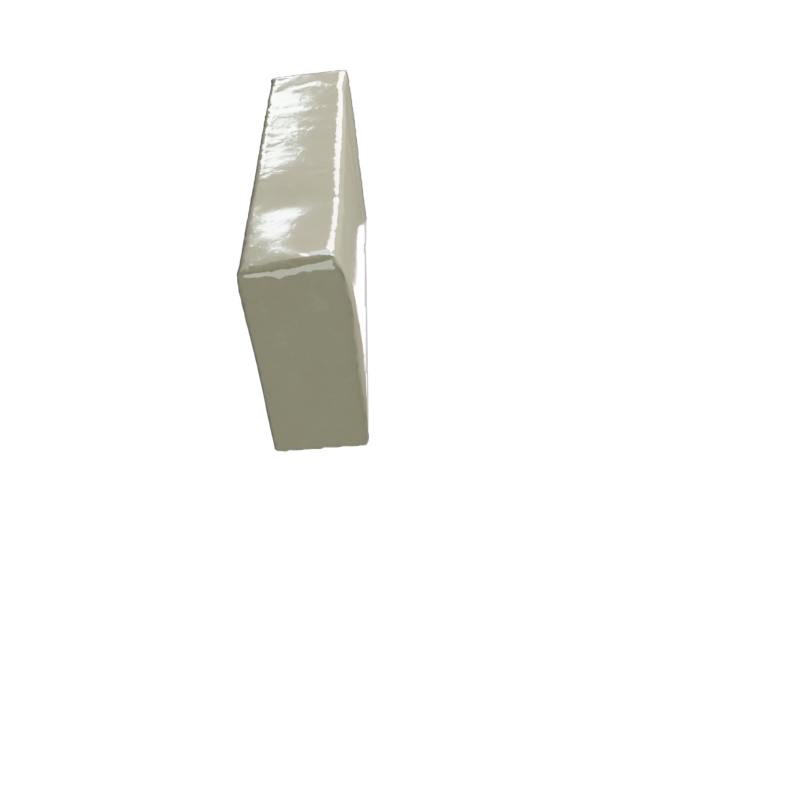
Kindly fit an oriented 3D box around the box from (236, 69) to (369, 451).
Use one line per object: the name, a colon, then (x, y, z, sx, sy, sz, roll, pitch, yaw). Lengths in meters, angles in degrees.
box: (-0.040, -0.072, 0.503, 0.048, 0.087, 0.188, -7, 37, 1)
